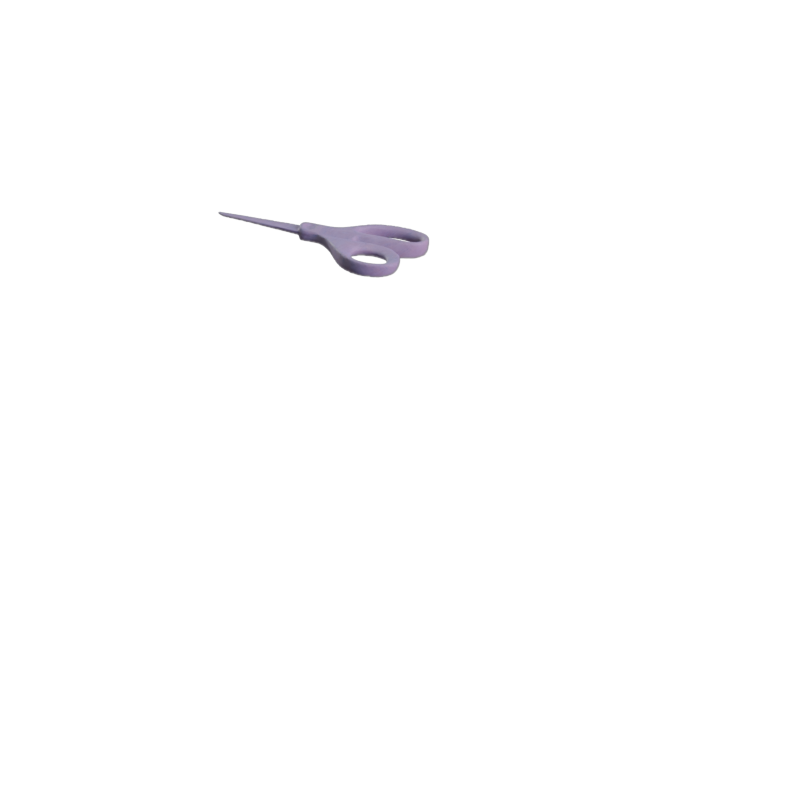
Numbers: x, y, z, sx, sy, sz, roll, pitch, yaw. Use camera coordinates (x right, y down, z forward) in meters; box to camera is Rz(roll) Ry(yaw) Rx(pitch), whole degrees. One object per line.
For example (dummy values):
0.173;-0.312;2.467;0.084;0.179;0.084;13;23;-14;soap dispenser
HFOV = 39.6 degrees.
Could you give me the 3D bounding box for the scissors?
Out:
-0.077;-0.140;0.982;0.205;0.015;0.100;6;31;10;scissors
